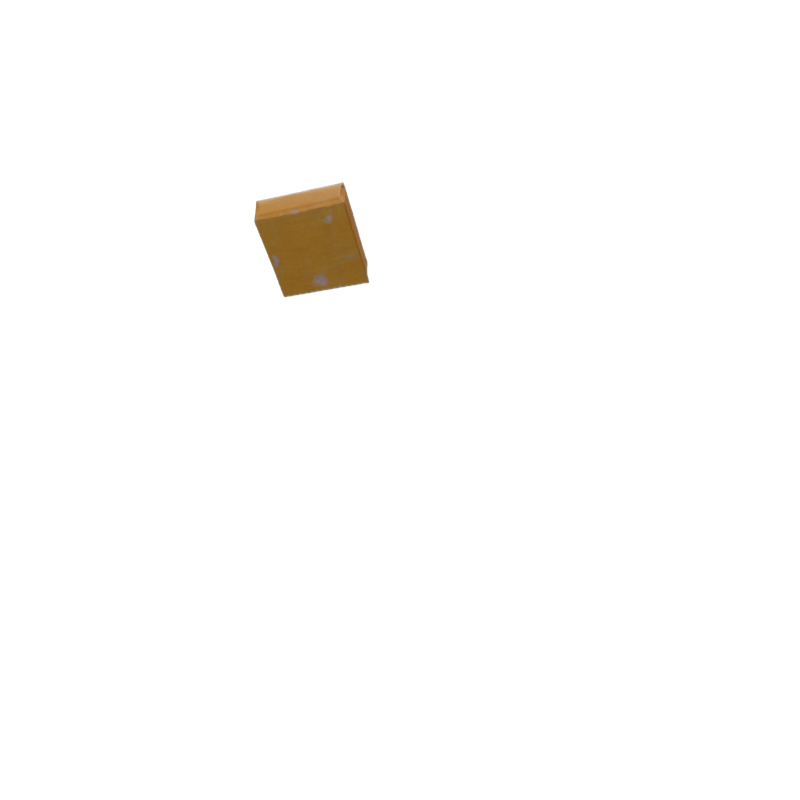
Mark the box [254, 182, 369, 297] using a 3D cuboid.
[{"bbox_3d":[-0.070,-0.127,0.893,0.074,0.032,0.082,-10,-46,9],"label":"box"}]
